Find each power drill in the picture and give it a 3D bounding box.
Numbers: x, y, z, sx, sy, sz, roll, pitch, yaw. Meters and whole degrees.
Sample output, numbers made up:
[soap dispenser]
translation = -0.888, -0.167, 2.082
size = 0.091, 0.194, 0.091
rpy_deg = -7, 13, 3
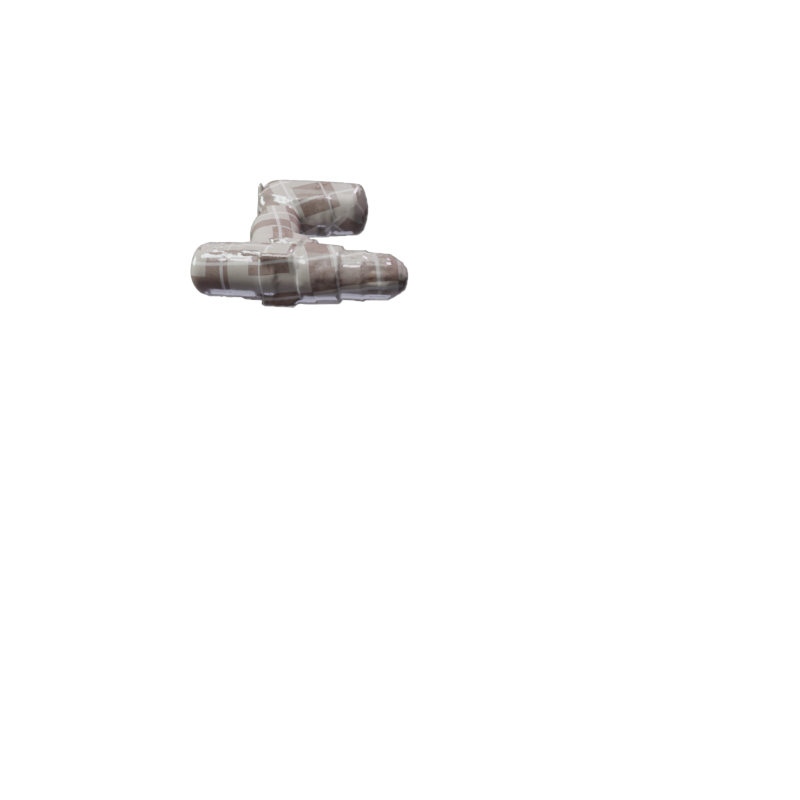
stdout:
[power drill]
translation = -0.078, -0.142, 0.993
size = 0.187, 0.054, 0.195
rpy_deg = 4, 28, 7
